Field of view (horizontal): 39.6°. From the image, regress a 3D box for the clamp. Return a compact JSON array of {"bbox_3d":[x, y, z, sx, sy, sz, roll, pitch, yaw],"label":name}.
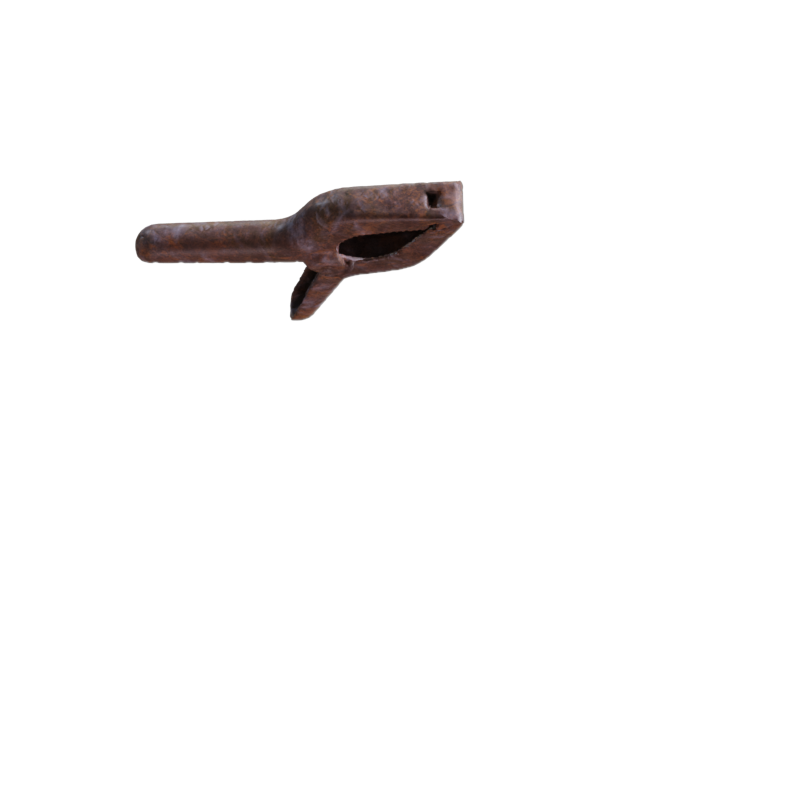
[{"bbox_3d":[-0.056,-0.102,0.712,0.213,0.038,0.155,-15,-22,43],"label":"clamp"}]
